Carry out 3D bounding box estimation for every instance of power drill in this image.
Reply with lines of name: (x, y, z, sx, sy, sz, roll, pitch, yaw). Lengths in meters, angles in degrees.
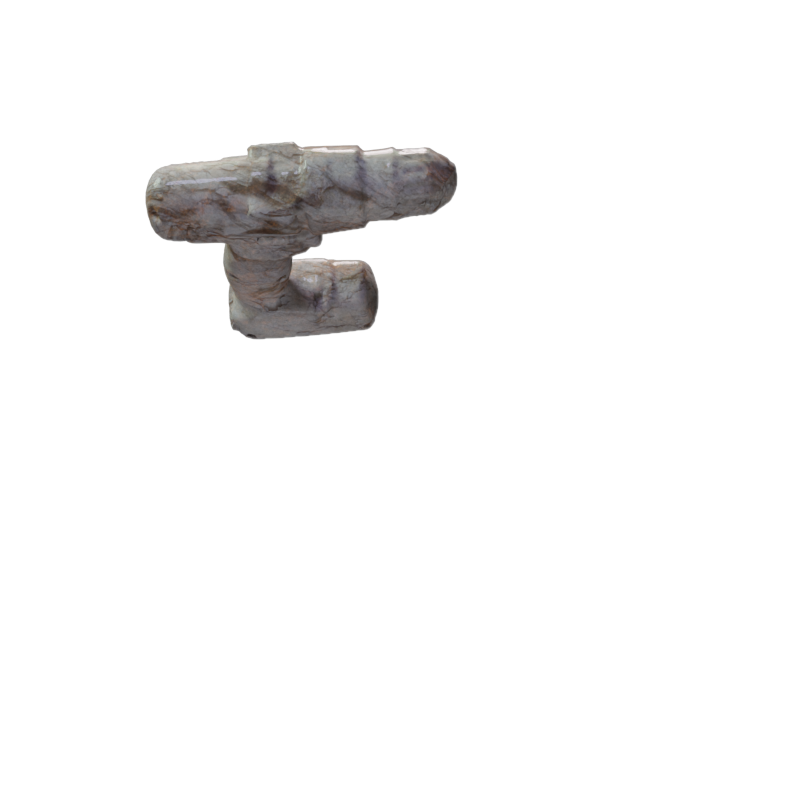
power drill: (-0.056, -0.102, 0.717, 0.185, 0.061, 0.176, -2, -22, 4)
